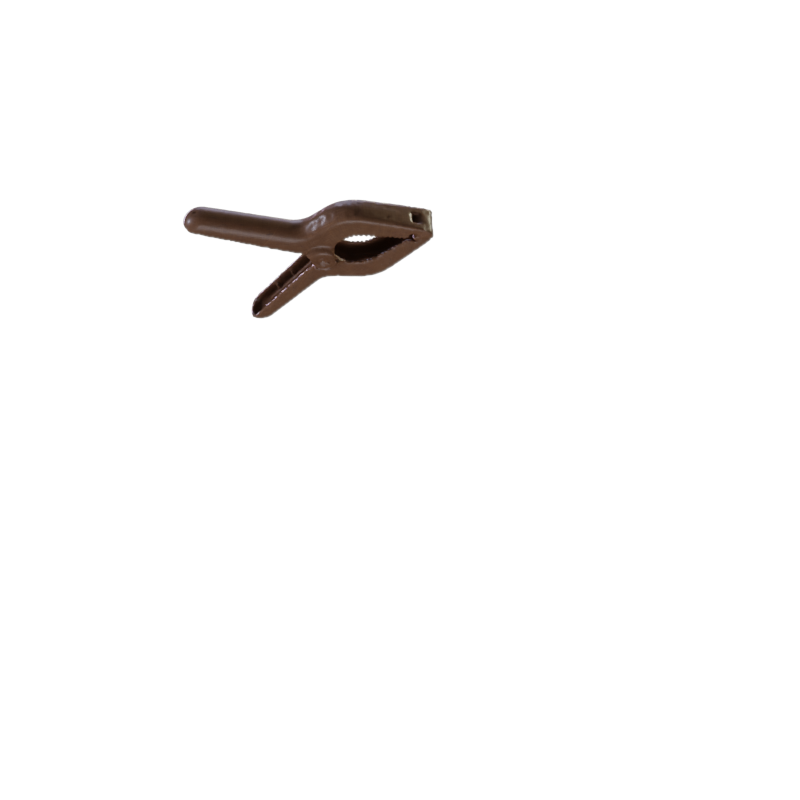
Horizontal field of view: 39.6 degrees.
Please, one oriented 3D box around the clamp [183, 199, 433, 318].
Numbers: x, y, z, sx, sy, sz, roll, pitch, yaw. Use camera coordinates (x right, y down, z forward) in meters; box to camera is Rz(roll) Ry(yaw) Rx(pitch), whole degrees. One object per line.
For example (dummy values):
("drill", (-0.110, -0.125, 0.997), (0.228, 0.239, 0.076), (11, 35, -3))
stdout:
("clamp", (-0.077, -0.140, 0.983), (0.213, 0.039, 0.152), (-13, -32, 22))
